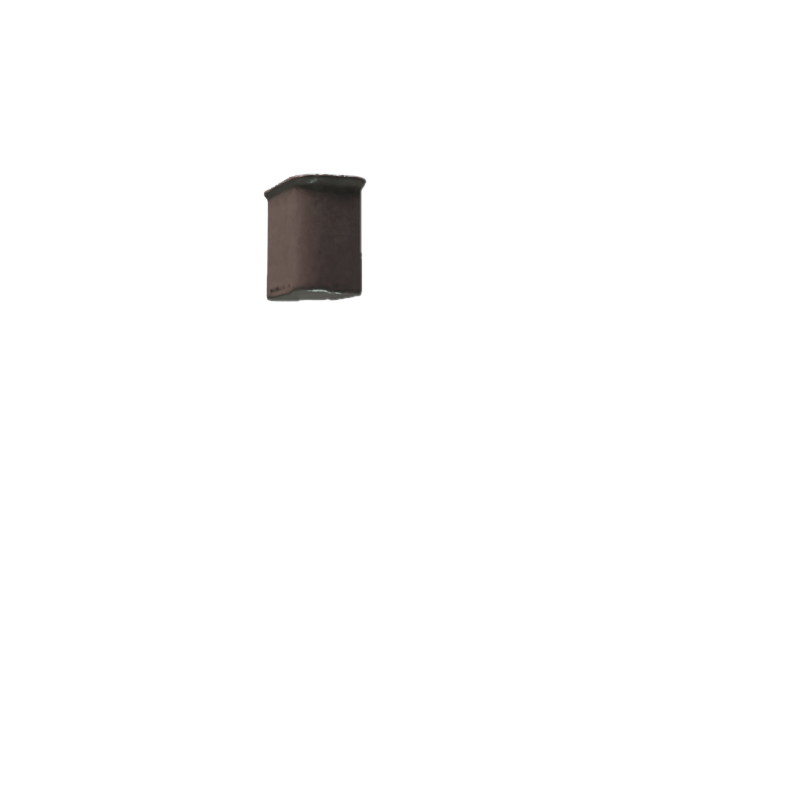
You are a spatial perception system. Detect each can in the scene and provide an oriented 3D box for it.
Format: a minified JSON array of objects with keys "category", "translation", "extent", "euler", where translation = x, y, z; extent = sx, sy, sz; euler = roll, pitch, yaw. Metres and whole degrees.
[{"category":"can","translation":[-0.064,-0.117,0.818],"extent":[0.056,0.085,0.104],"euler":[1,-2,-22]}]
